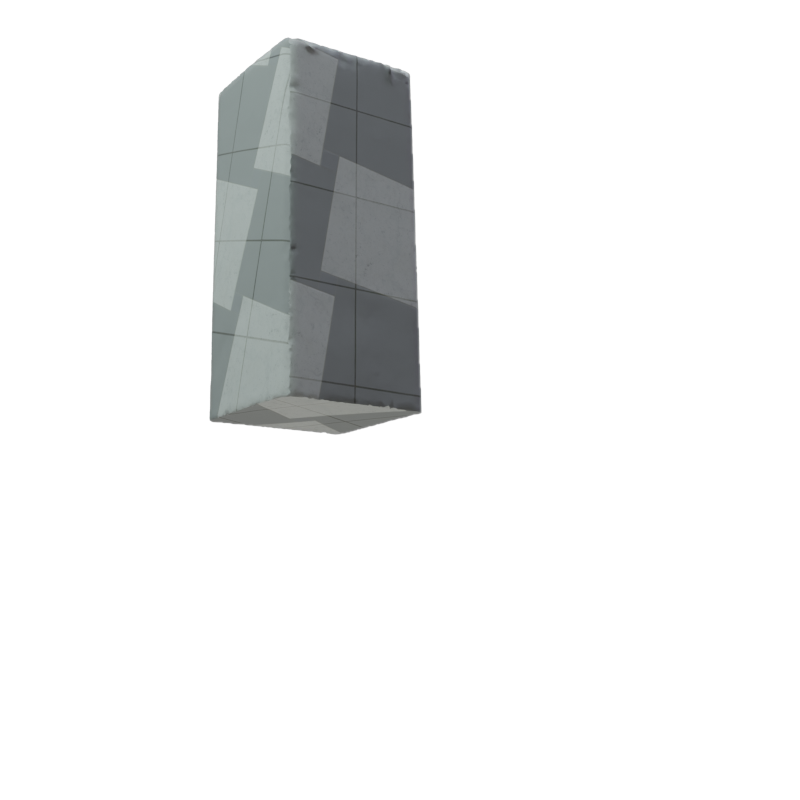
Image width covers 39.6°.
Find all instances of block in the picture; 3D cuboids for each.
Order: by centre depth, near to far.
[{"bbox_3d":[-0.051,-0.093,0.648,0.087,0.215,0.090,10,-21,-33],"label":"block"}]
